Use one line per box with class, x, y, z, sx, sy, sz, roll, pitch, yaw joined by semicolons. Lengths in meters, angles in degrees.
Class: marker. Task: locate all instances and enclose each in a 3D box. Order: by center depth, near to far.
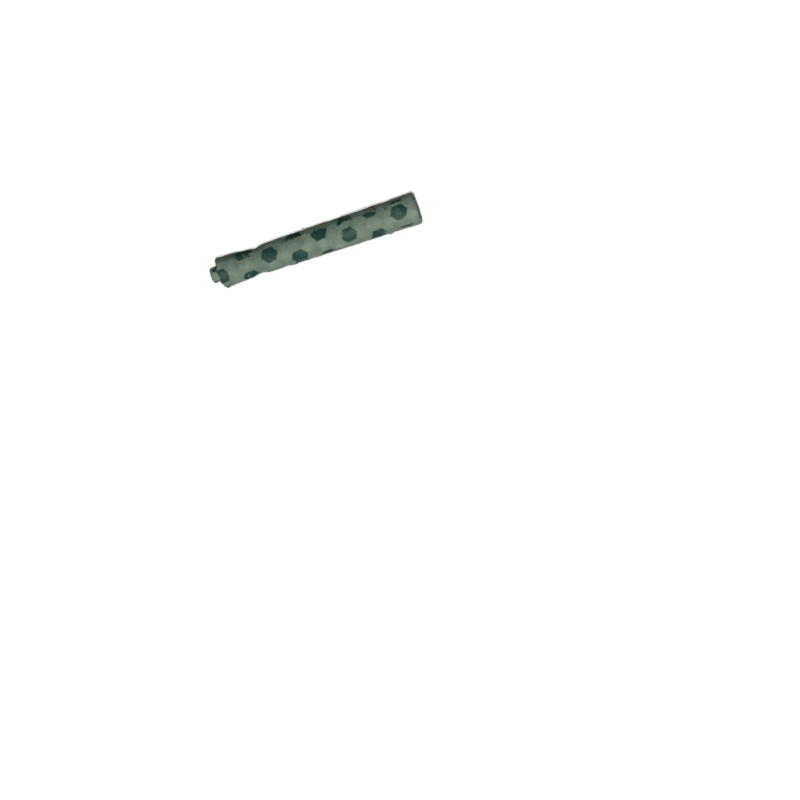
marker;-0.048;-0.087;0.610;0.121;0.020;0.020;-17;1;10
